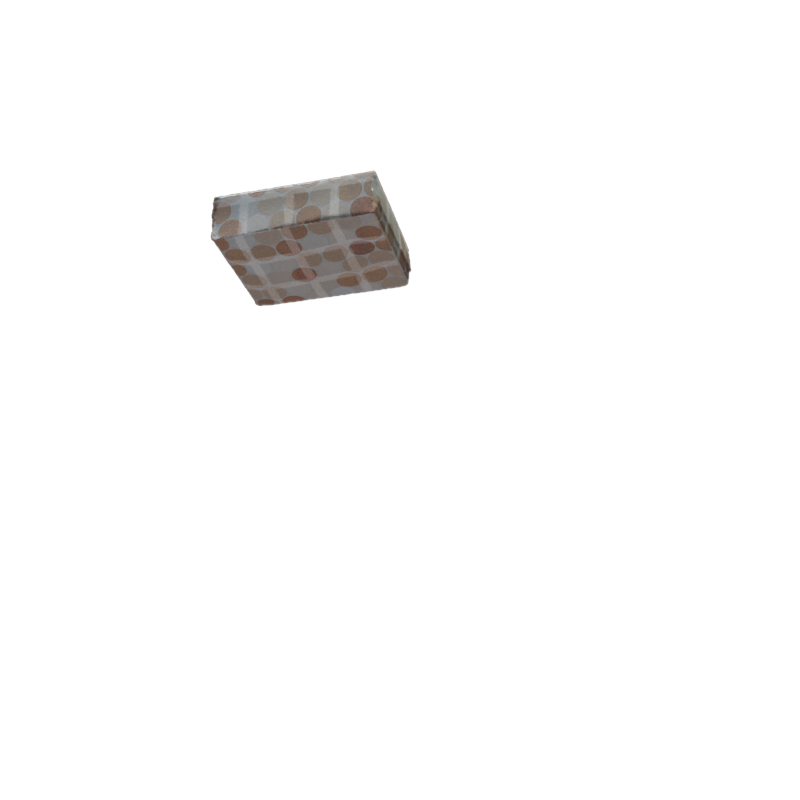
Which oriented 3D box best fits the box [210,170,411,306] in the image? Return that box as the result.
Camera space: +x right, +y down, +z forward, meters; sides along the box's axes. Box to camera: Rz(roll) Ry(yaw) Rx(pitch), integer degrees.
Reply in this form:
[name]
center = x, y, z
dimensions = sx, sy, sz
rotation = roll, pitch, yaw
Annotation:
[box]
center = -0.058, -0.105, 0.736
dimensions = 0.115, 0.041, 0.083
rotation = -8, -31, 13
